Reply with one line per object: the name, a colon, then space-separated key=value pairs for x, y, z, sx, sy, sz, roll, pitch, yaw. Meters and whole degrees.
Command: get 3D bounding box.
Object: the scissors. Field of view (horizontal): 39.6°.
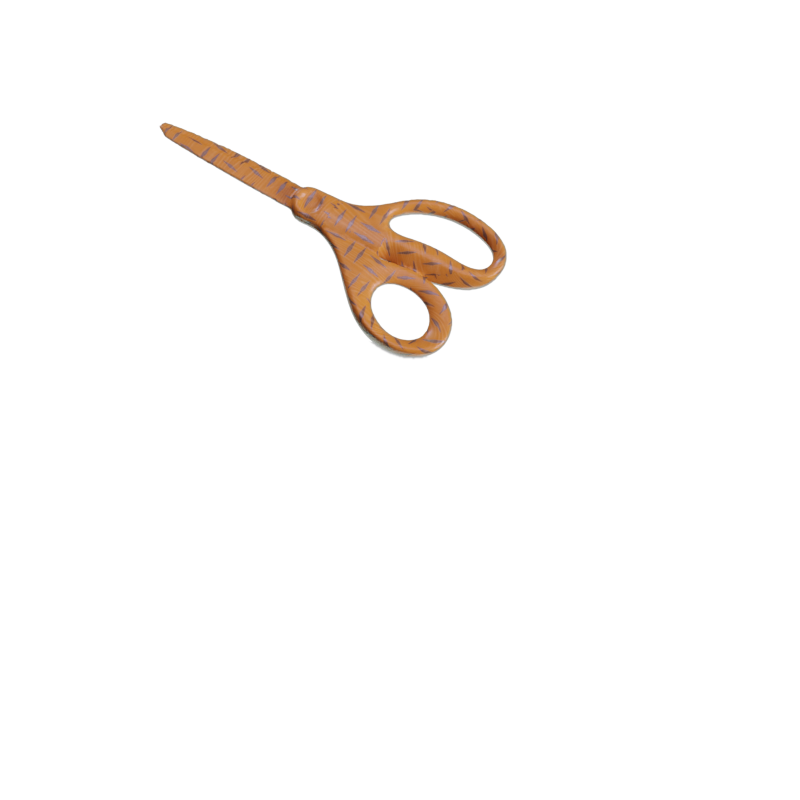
scissors: x=-0.046 y=-0.084 z=0.590 sx=0.204 sy=0.100 sz=0.015 roll=14 pitch=-22 yaw=6
